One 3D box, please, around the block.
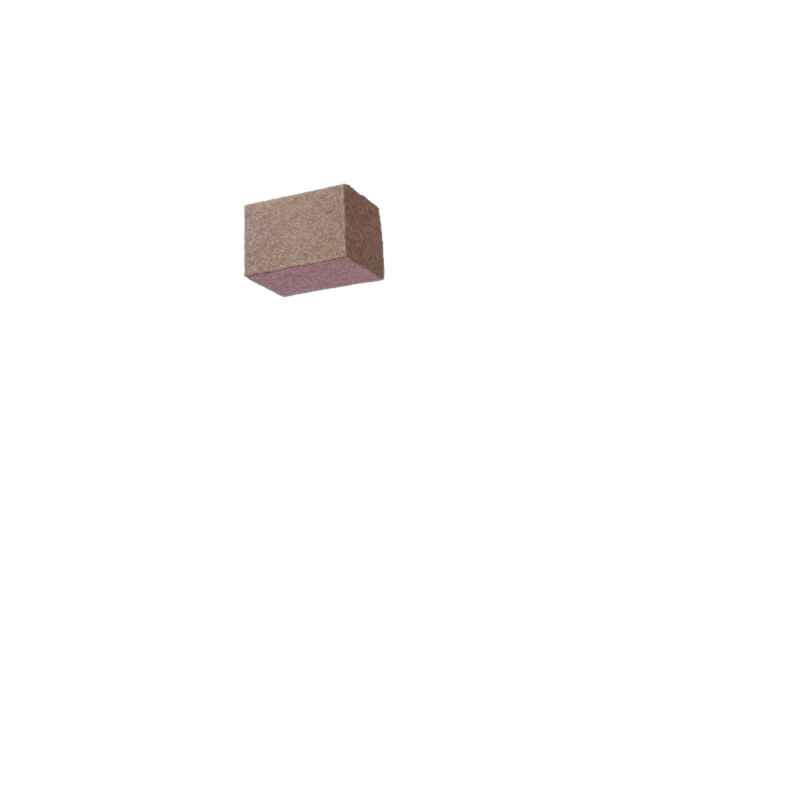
[{"bbox_3d":[-0.056,-0.103,0.719,0.080,0.053,0.049,-8,-17,25],"label":"block"}]
